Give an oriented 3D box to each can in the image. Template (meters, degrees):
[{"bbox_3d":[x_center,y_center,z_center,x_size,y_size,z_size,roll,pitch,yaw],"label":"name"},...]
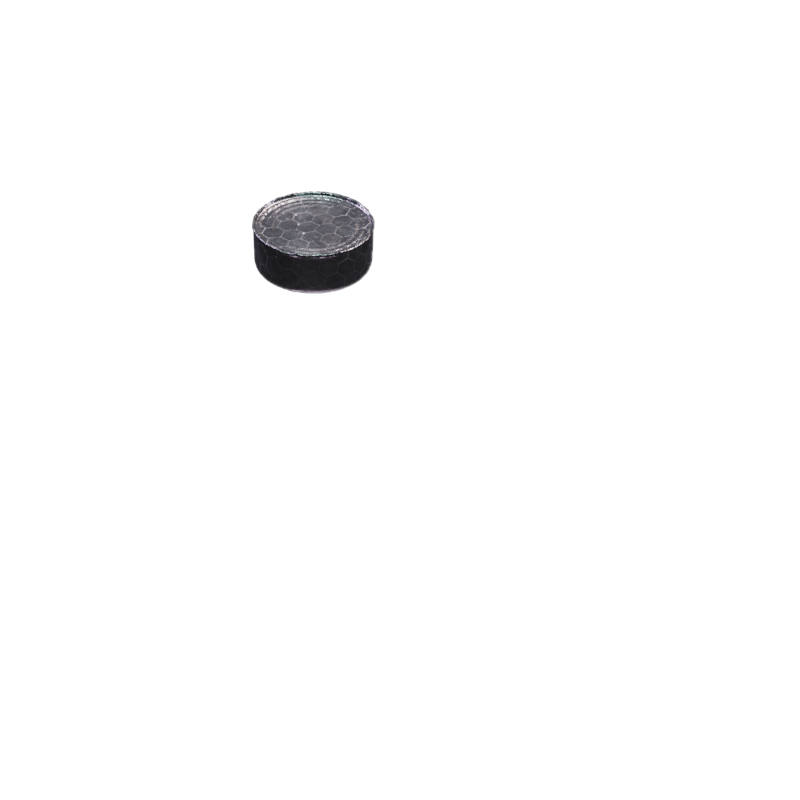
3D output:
[{"bbox_3d":[-0.061,-0.112,0.784,0.086,0.031,0.092,-1,38,-2],"label":"can"}]
